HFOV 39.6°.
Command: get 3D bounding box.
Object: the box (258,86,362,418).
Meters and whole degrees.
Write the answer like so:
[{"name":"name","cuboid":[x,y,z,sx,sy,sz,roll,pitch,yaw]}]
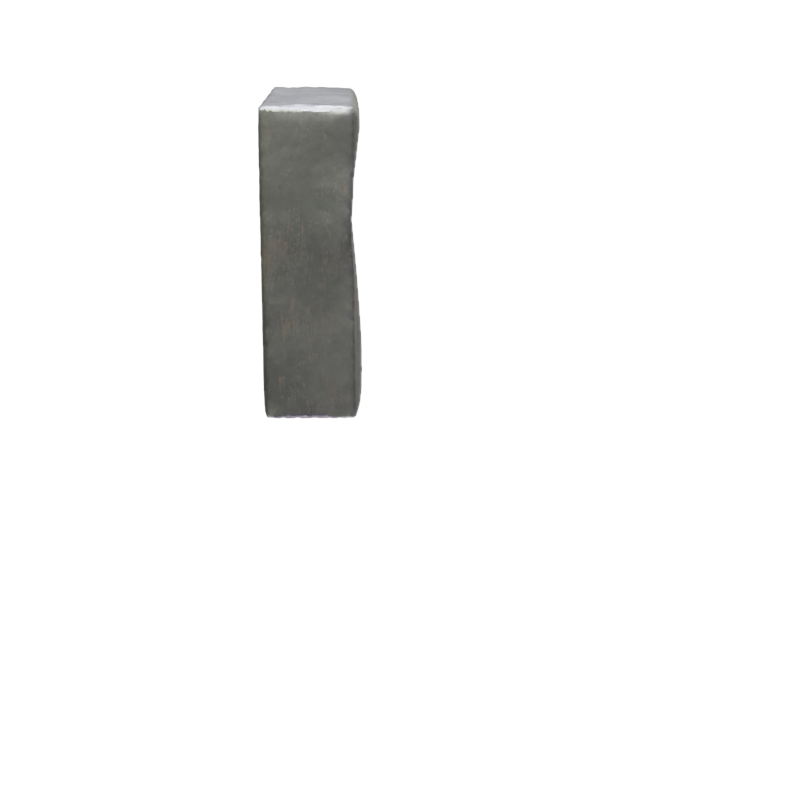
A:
[{"name":"box","cuboid":[-0.063,-0.115,0.808,0.072,0.207,0.170,0,16,-3]}]
